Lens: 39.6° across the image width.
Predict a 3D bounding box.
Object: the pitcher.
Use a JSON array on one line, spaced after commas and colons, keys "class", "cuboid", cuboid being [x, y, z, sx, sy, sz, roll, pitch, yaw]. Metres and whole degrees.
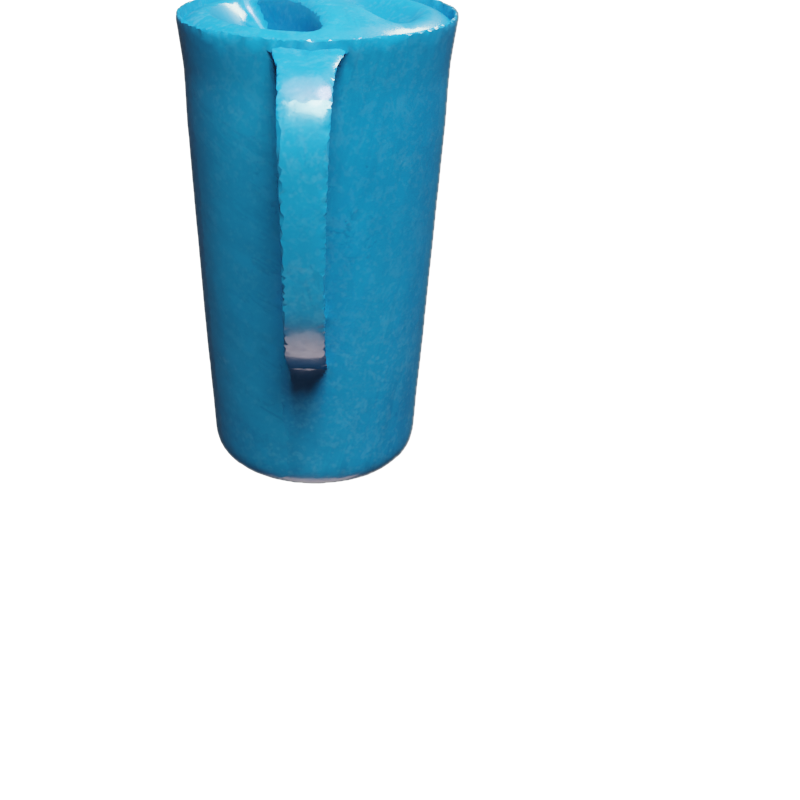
[{"class": "pitcher", "cuboid": [-0.044, -0.080, 0.558, 0.154, 0.231, 0.147, 23, 32, 39]}]
